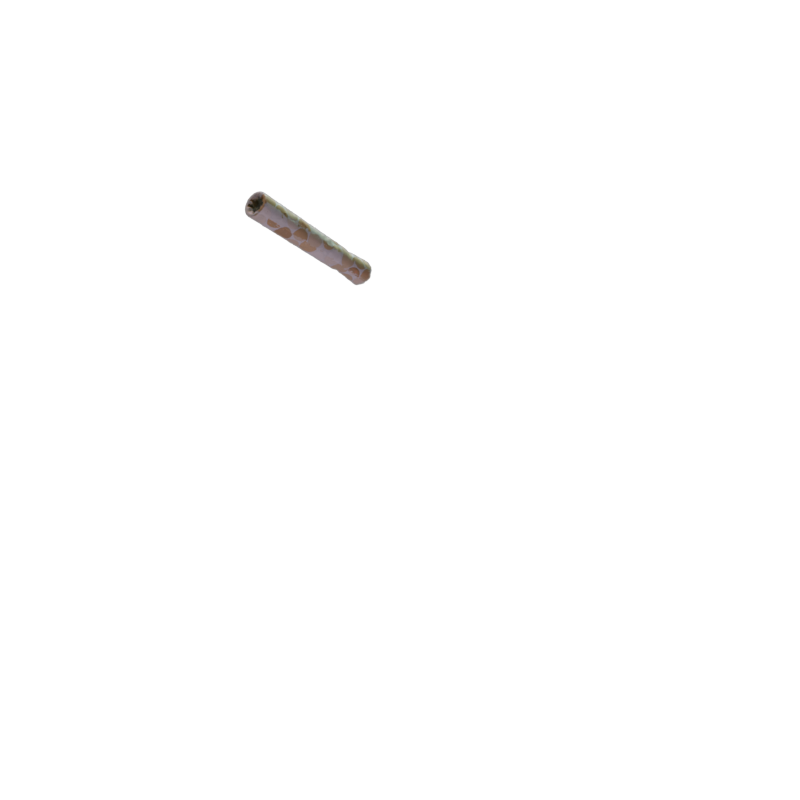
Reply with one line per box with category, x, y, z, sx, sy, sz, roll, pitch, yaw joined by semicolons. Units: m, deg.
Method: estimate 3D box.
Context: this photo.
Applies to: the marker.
marker;-0.060;-0.109;0.761;0.021;0.020;0.113;3;-18;42
